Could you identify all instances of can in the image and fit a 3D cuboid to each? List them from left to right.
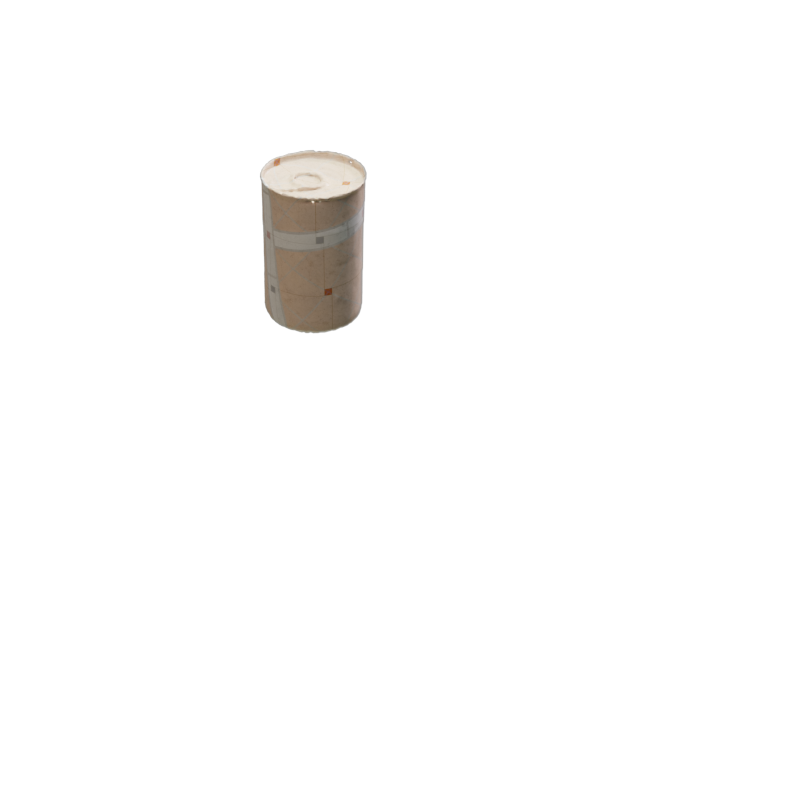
[{"bbox_3d":[-0.057,-0.104,0.730,0.068,0.096,0.073,0,34,-3],"label":"can"}]
